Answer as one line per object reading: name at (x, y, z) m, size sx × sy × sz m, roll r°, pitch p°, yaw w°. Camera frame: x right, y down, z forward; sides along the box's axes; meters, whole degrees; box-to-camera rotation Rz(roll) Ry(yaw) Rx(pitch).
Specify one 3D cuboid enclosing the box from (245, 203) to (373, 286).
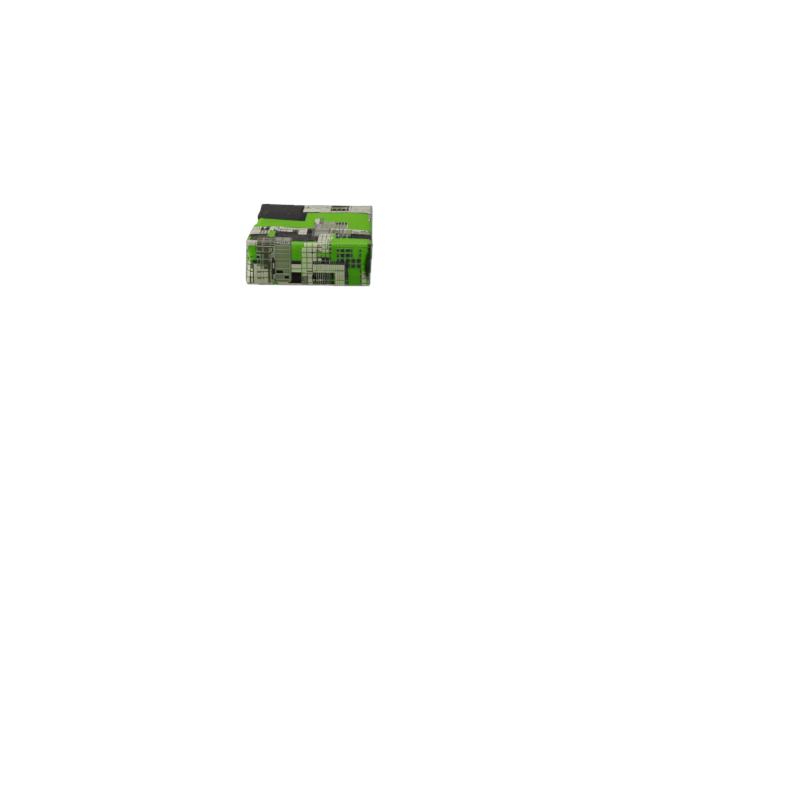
box at (-0.053, -0.097, 0.680) m, size 0.073 × 0.029 × 0.093 m, roll 1°, pitch 24°, yaw 1°
